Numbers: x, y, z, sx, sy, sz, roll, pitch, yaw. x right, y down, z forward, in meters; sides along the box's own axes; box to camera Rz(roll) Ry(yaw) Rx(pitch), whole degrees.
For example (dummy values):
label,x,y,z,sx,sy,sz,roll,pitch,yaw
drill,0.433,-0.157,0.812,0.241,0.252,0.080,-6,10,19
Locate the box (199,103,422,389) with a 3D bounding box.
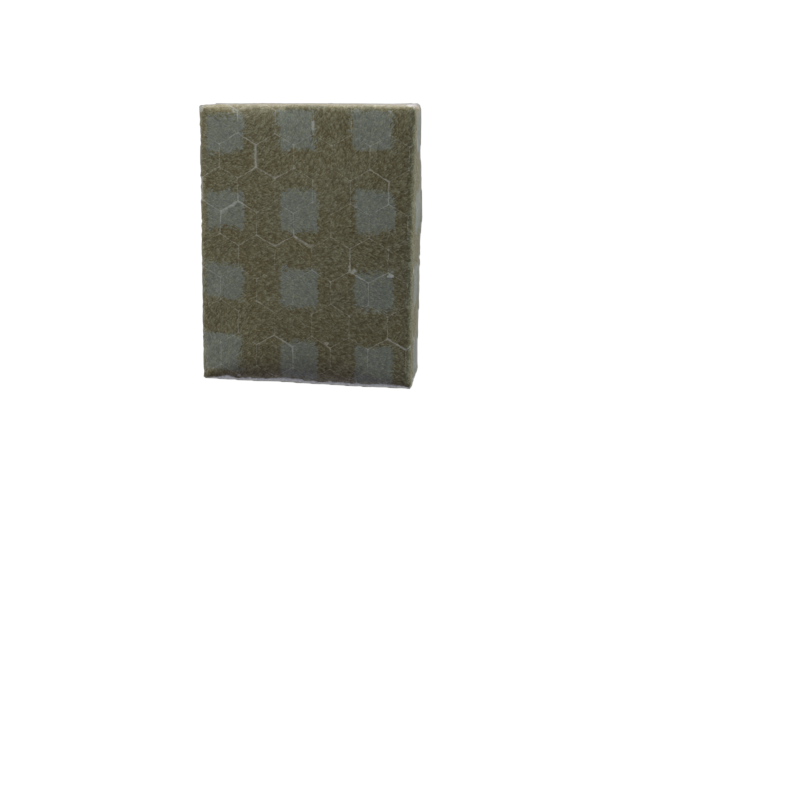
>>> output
label,x,y,z,sx,sy,sz,roll,pitch,yaw
box,-0.067,-0.123,0.859,0.166,0.209,0.072,2,10,9
